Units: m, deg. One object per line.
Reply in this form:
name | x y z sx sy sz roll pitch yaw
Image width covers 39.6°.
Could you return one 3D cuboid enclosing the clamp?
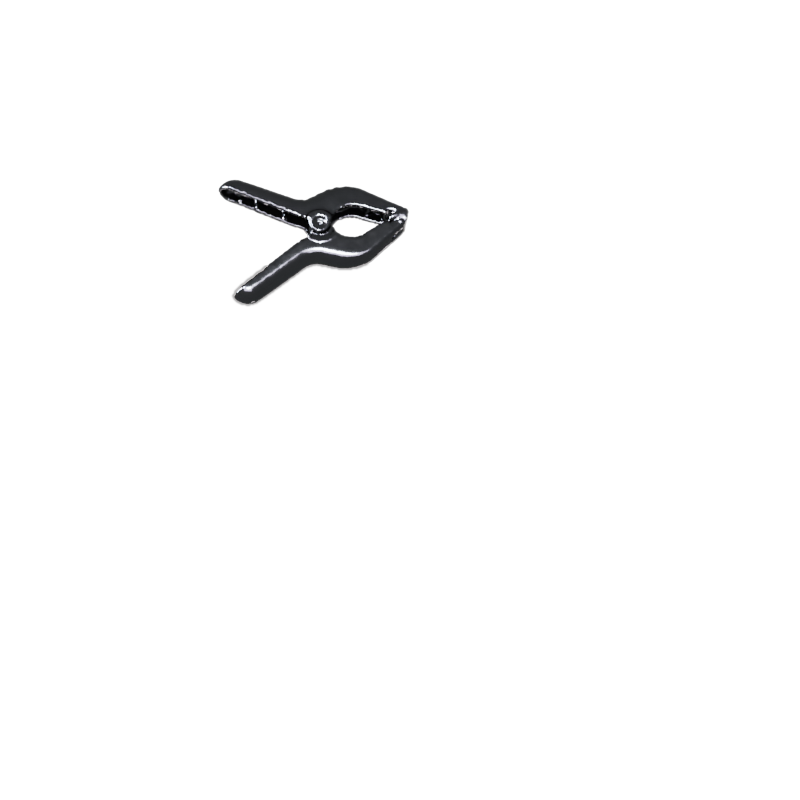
clamp | -0.078 -0.142 0.991 0.171 0.125 0.037 -1 -18 0
